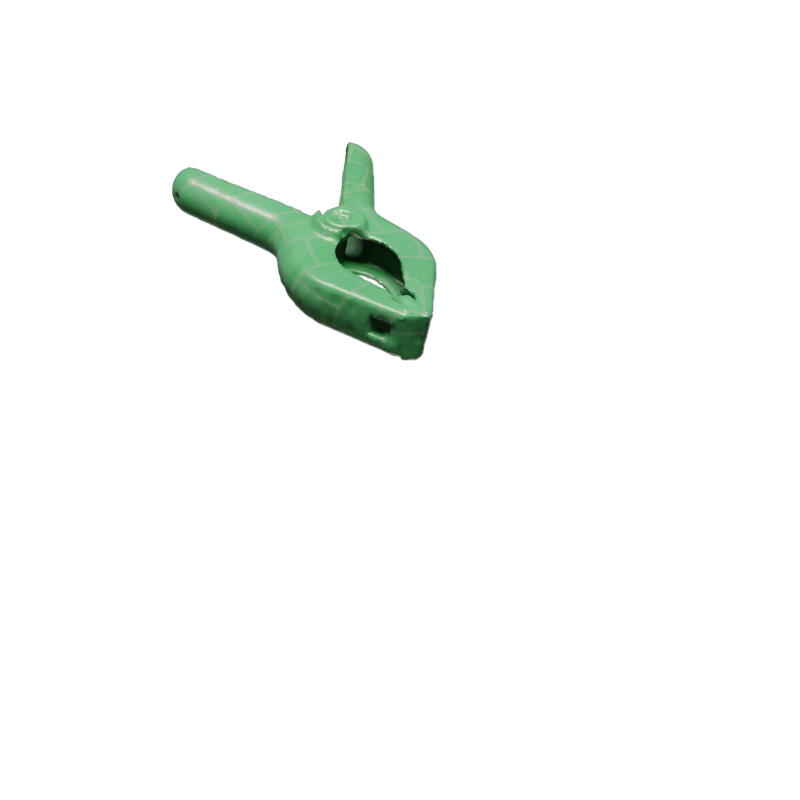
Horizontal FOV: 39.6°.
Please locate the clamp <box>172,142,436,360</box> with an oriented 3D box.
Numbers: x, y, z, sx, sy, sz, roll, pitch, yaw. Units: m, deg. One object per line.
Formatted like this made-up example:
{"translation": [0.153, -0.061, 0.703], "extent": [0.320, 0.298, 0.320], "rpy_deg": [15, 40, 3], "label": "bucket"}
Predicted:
{"translation": [-0.045, -0.082, 0.572], "extent": [0.118, 0.037, 0.186], "rpy_deg": [-13, 40, -16], "label": "clamp"}
